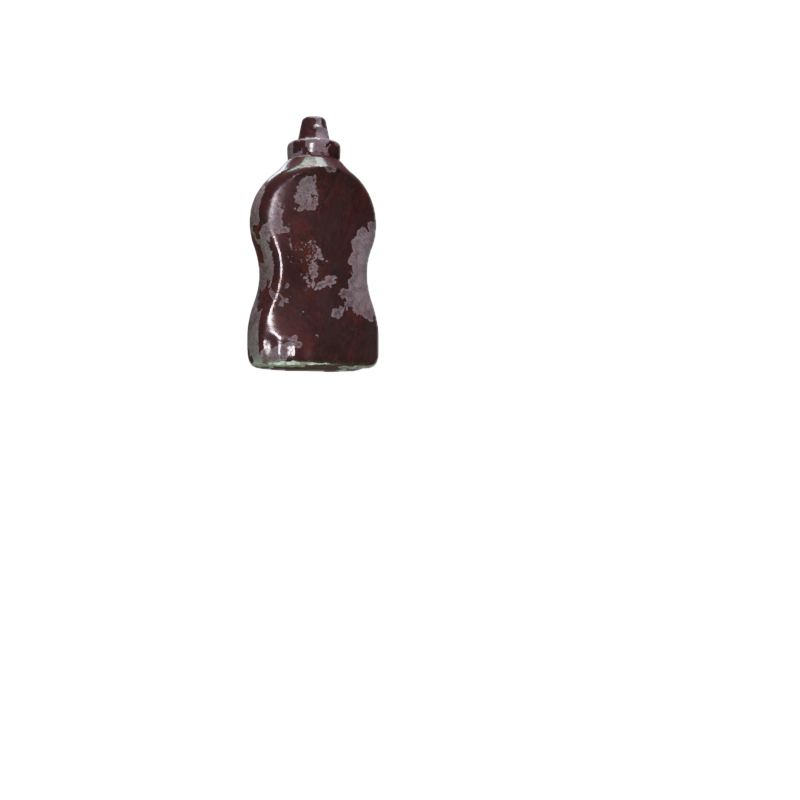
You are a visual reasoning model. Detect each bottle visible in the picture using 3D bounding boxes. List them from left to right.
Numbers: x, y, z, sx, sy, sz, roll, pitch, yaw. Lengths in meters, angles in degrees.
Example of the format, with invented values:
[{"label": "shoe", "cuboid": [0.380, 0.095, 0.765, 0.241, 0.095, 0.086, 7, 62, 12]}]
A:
[{"label": "bottle", "cuboid": [-0.065, -0.119, 0.834, 0.093, 0.197, 0.058, 3, -11, -19]}]
